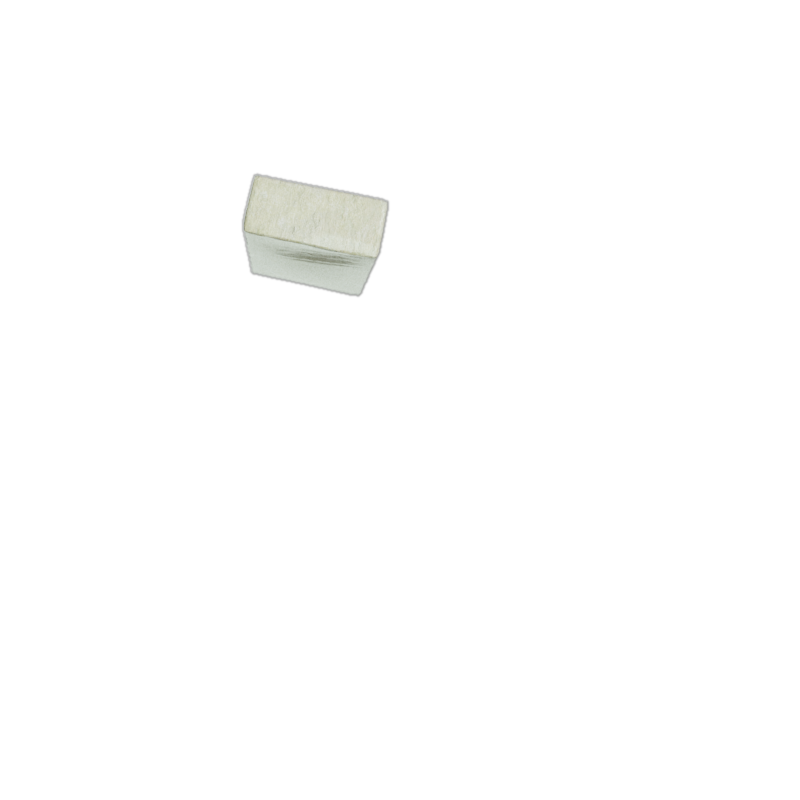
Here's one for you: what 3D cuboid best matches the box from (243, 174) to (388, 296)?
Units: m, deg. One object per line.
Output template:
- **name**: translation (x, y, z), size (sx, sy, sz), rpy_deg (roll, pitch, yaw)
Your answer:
- **box**: translation (-0.063, -0.115, 0.805), size (0.093, 0.049, 0.174), rpy_deg (11, -2, -3)
